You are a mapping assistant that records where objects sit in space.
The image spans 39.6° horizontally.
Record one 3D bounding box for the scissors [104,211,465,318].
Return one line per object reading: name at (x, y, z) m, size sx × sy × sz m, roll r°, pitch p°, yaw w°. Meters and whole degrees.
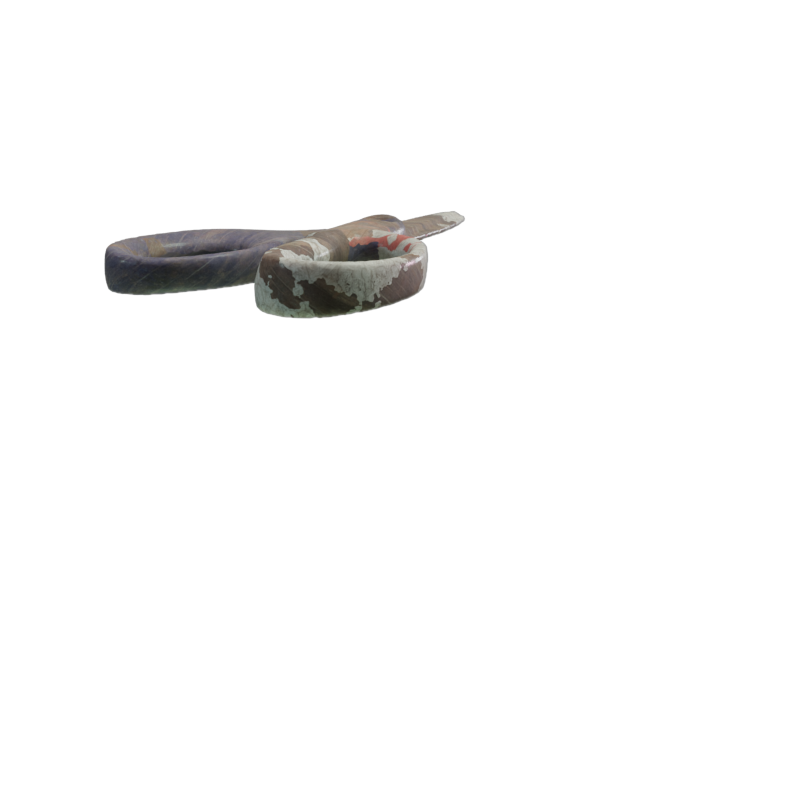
scissors at (-0.028, -0.051, 0.357) m, size 0.097 × 0.015 × 0.205 m, roll 1°, pitch 14°, yaw 4°
